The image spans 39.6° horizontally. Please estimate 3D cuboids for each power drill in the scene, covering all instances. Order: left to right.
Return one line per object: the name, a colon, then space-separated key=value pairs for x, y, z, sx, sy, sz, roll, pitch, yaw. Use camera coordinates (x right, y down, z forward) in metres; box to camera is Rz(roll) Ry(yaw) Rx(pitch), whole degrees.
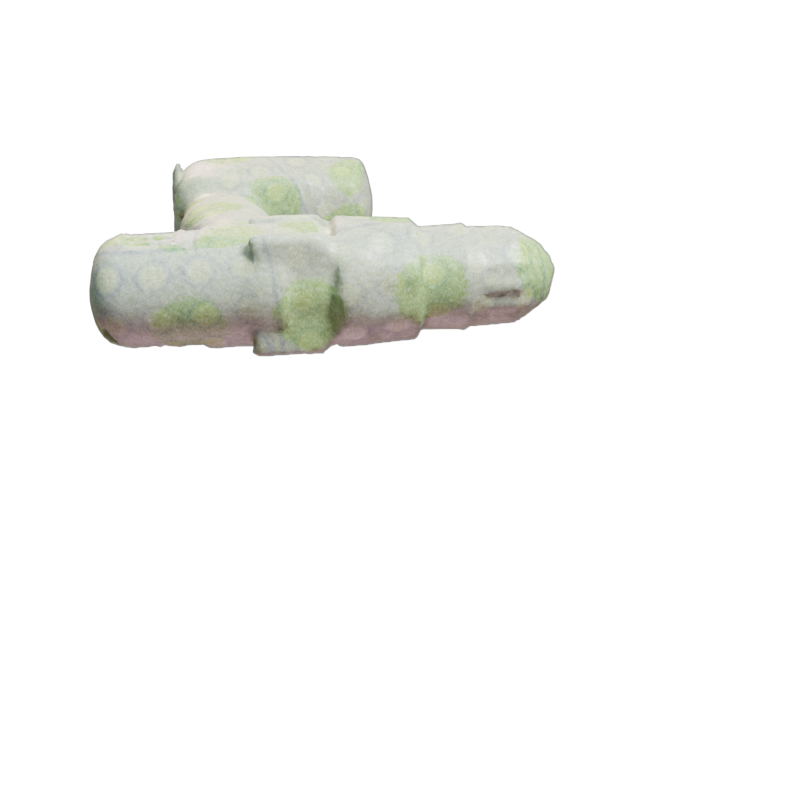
power drill: x=-0.040 y=-0.073 z=0.510 sx=0.183 sy=0.055 sz=0.196 roll=-2 pitch=19 yaw=-5
